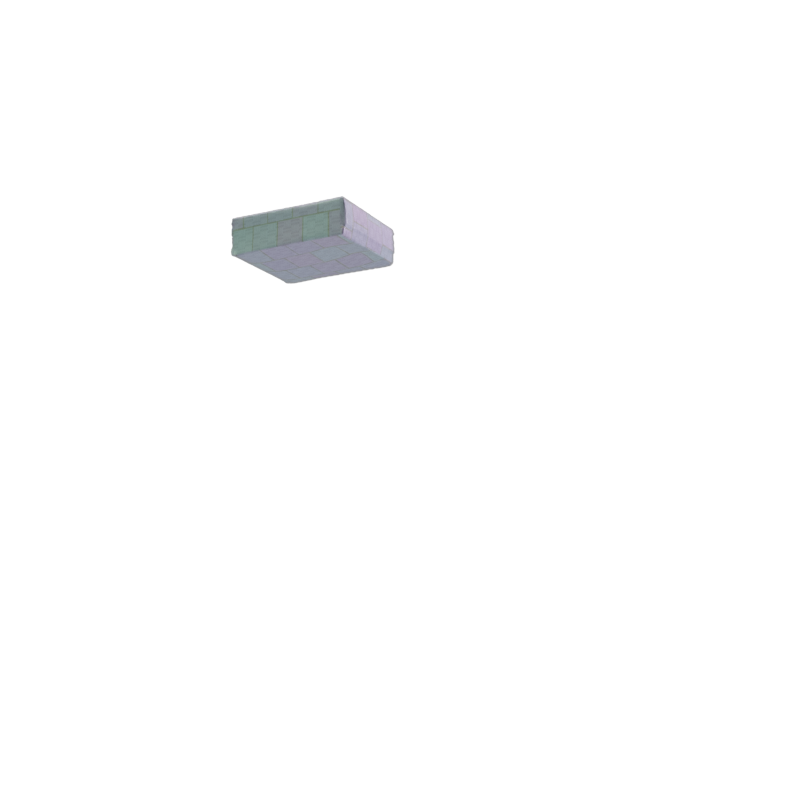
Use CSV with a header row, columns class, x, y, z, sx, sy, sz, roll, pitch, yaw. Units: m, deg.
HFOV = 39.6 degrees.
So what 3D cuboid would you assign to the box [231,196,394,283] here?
class,x,y,z,sx,sy,sz,roll,pitch,yaw
box,-0.074,-0.135,0.947,0.116,0.041,0.084,-8,-17,28
